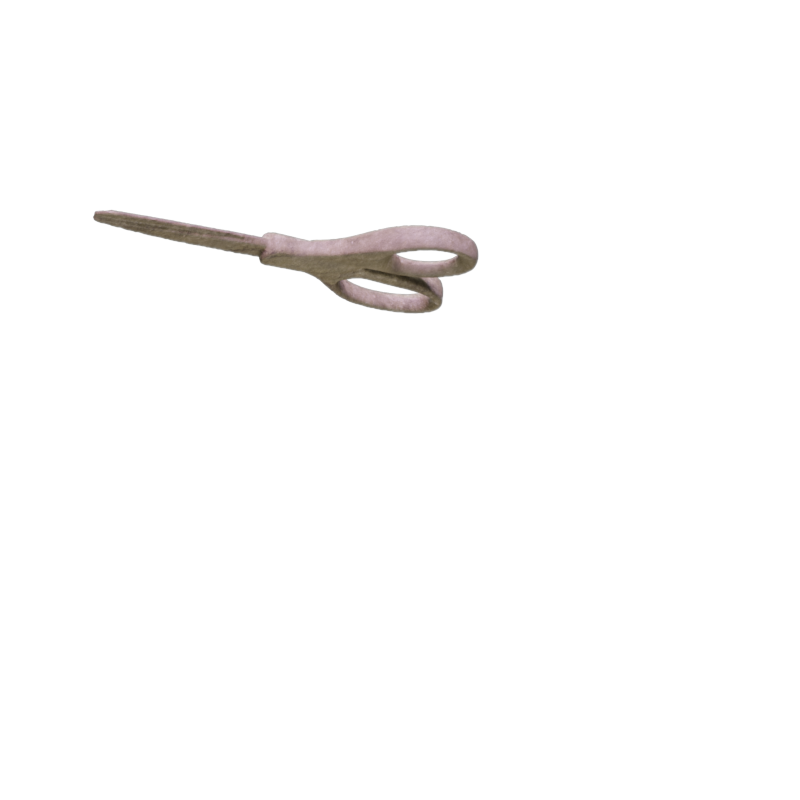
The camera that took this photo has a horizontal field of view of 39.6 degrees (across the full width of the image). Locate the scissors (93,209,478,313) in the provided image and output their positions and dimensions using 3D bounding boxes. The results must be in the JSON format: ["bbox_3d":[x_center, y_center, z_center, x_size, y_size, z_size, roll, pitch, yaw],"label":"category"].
[{"bbox_3d":[-0.044,-0.081,0.565,0.191,0.017,0.097,16,-25,-37],"label":"scissors"}]
